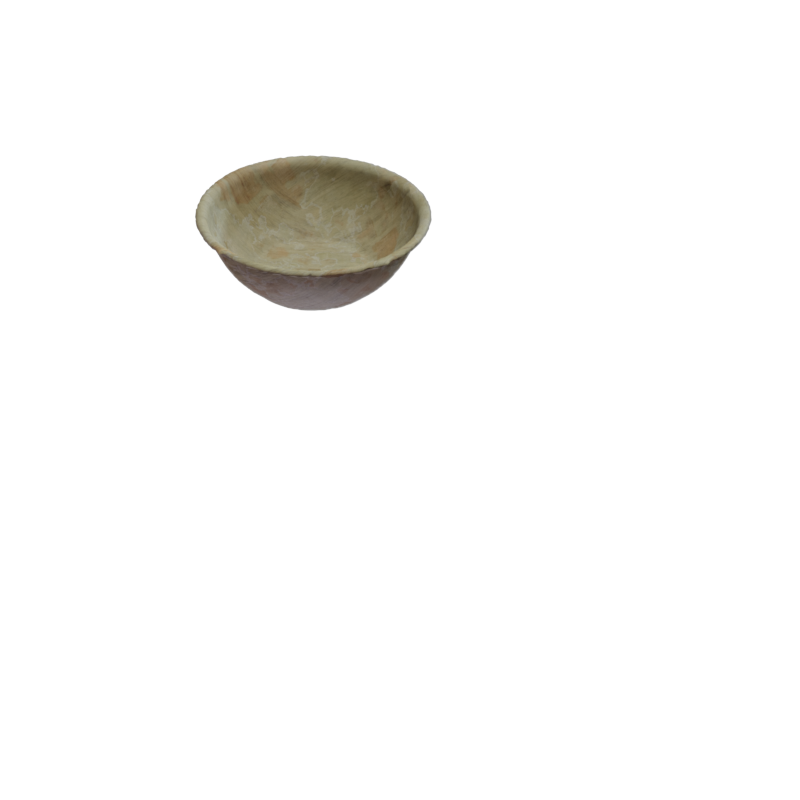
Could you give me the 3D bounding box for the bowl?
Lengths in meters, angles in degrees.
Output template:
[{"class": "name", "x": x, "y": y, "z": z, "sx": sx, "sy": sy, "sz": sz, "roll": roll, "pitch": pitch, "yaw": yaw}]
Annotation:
[{"class": "bowl", "x": -0.061, "y": -0.111, "z": 0.774, "sx": 0.162, "sy": 0.051, "sz": 0.173, "roll": -1, "pitch": 38, "yaw": -2}]
